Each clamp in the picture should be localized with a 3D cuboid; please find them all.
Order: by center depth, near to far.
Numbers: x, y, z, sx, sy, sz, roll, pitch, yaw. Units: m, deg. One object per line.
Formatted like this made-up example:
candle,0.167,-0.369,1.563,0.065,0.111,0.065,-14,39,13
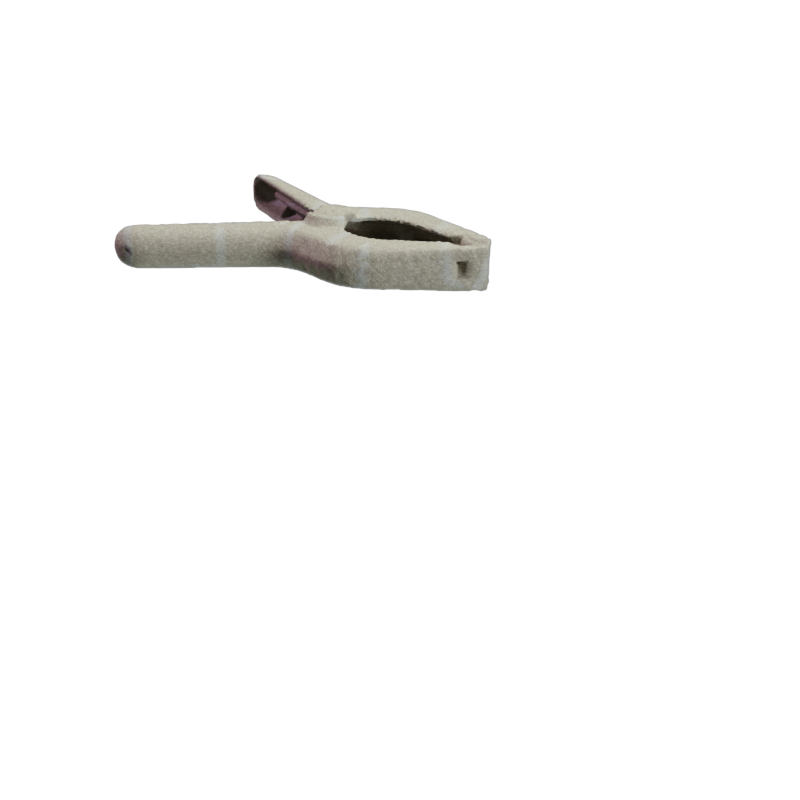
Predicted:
clamp,-0.052,-0.094,0.658,0.221,0.035,0.164,16,29,31
